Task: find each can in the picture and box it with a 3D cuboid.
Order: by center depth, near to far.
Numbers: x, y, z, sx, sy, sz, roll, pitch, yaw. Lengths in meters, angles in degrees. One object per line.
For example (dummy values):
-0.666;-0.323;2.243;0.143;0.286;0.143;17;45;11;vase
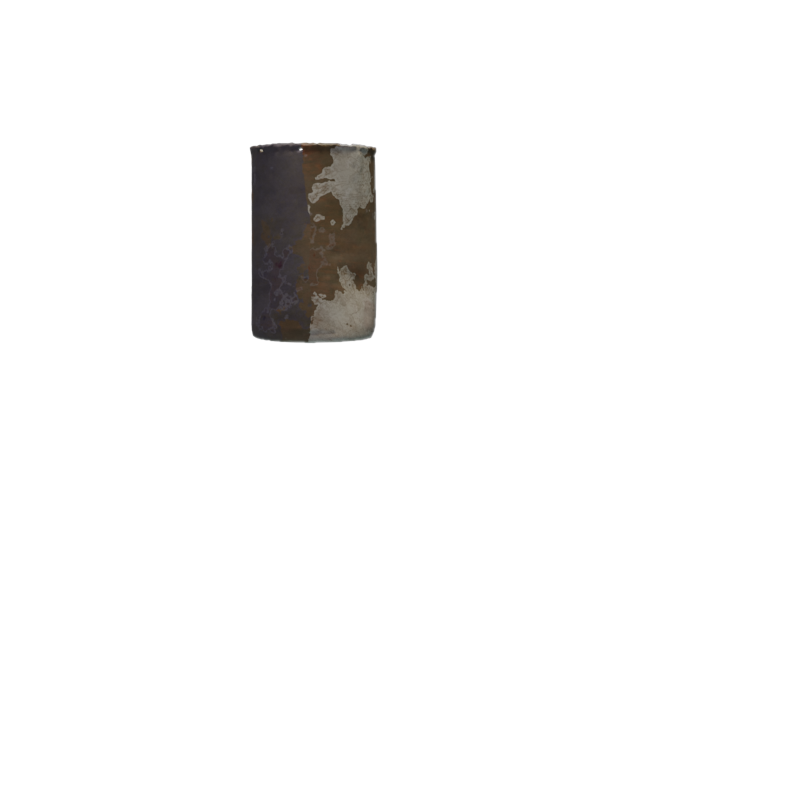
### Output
-0.047;-0.085;0.595;0.068;0.102;0.069;0;4;-2;can
